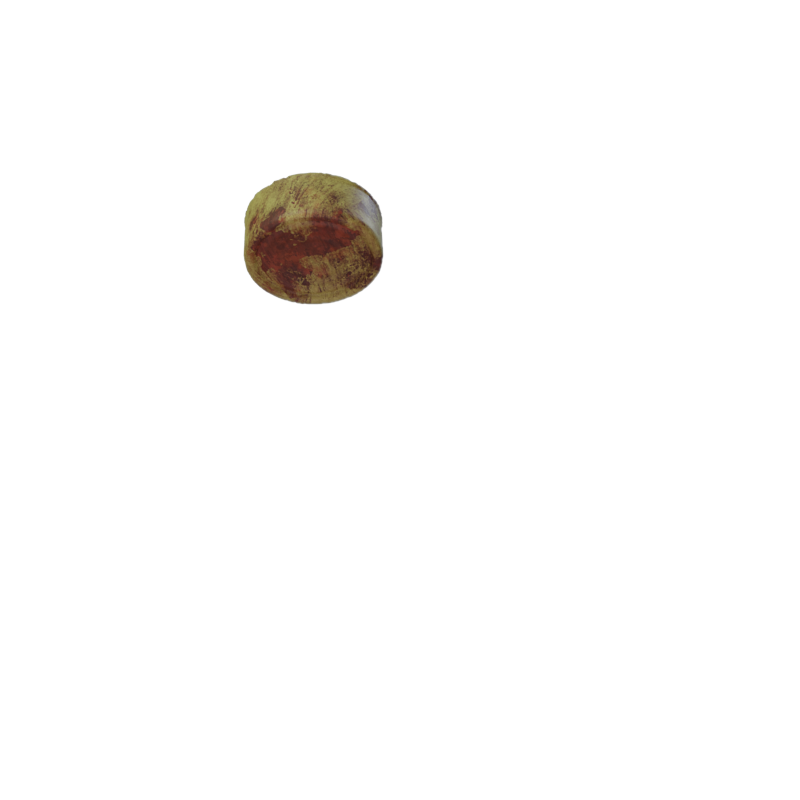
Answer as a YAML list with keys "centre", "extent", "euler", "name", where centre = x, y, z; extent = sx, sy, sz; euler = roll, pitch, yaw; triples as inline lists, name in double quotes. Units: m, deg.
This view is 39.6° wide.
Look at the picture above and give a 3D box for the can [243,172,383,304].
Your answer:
- centre: [-0.053, -0.097, 0.678]
  extent: [0.086, 0.036, 0.080]
  euler: [1, -38, -2]
  name: "can"
